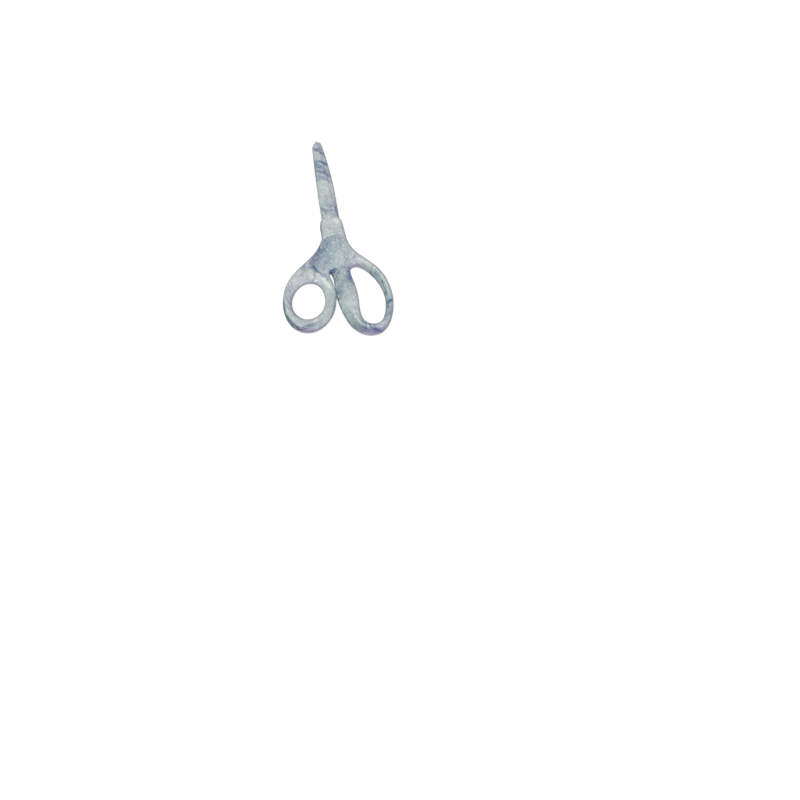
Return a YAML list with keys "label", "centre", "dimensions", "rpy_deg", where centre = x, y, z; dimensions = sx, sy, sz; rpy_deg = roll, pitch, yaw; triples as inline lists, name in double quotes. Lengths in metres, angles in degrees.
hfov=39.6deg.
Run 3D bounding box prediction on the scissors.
- label: "scissors"
  centre: [-0.072, -0.131, 0.918]
  dimensions: [0.095, 0.217, 0.015]
  rpy_deg: [-20, -32, -13]
